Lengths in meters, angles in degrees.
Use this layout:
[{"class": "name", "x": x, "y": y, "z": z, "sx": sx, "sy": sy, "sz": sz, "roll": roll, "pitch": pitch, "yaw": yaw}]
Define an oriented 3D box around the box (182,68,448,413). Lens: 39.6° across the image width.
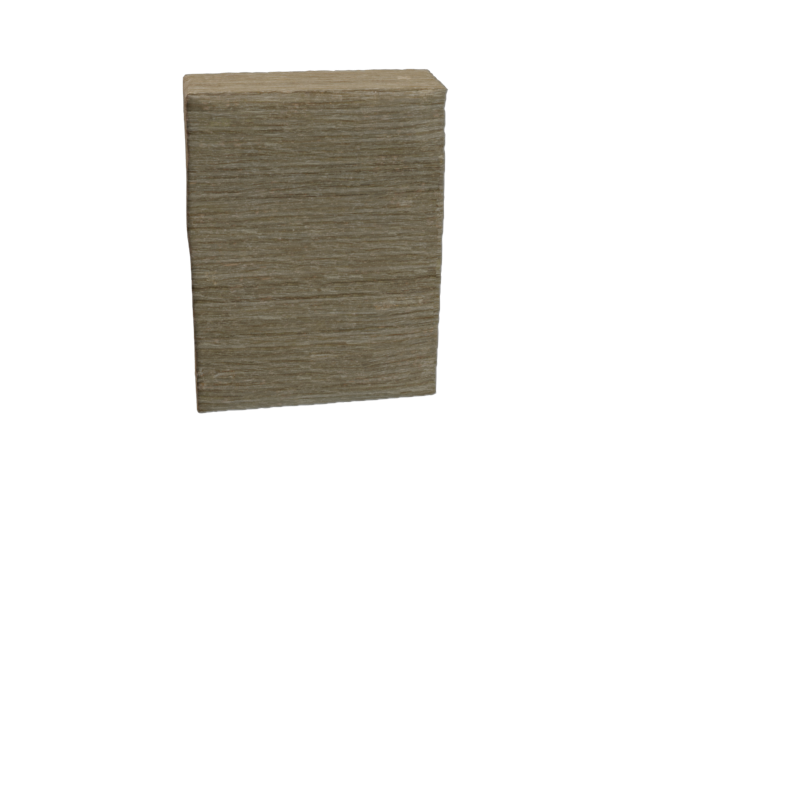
[{"class": "box", "x": -0.057, "y": -0.103, "z": 0.724, "sx": 0.162, "sy": 0.204, "sz": 0.076, "roll": -2, "pitch": 21, "yaw": -8}]
